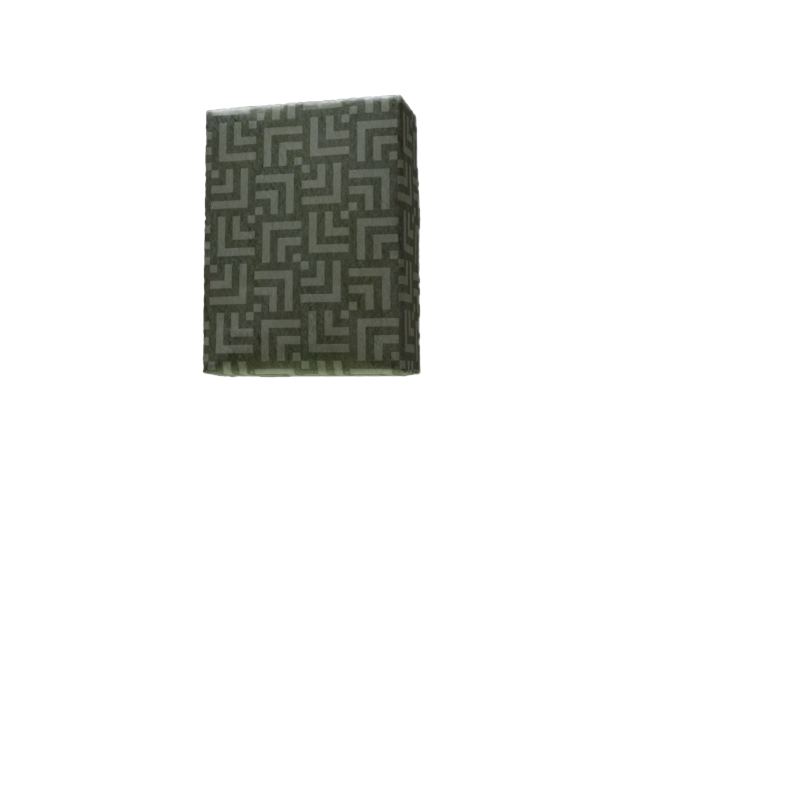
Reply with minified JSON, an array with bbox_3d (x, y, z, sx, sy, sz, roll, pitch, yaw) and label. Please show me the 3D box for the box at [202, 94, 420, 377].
[{"bbox_3d":[-0.069,-0.126,0.885,0.167,0.218,0.069,-2,-7,15],"label":"box"}]
